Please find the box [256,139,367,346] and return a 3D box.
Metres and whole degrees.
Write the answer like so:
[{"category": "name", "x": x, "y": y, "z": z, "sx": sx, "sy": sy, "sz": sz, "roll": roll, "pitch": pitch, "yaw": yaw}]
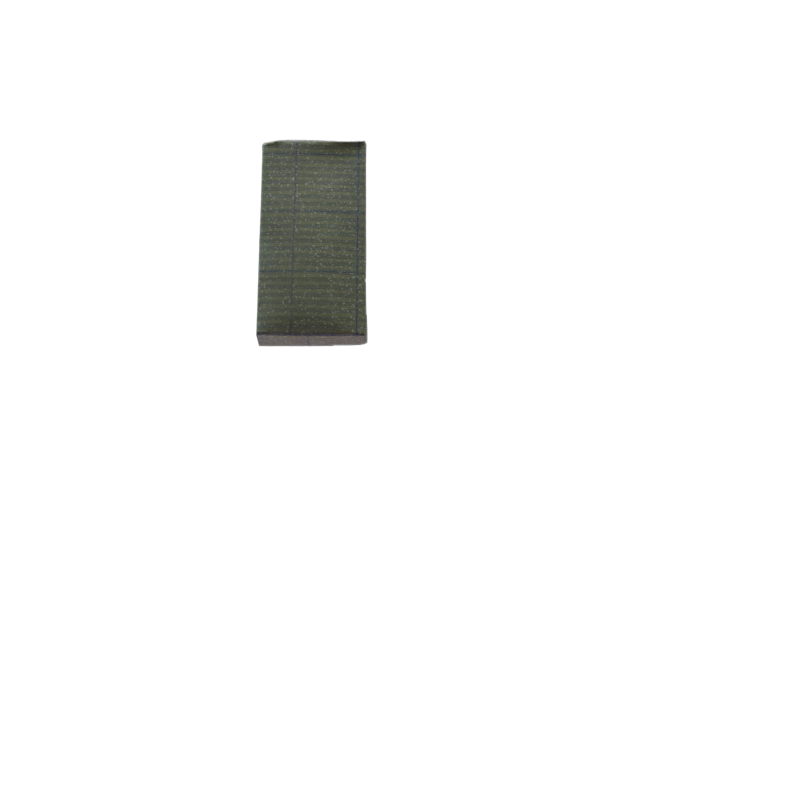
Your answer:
[{"category": "box", "x": -0.074, "y": -0.135, "z": 0.947, "sx": 0.093, "sy": 0.183, "sz": 0.046, "roll": -1, "pitch": -16, "yaw": 0}]
